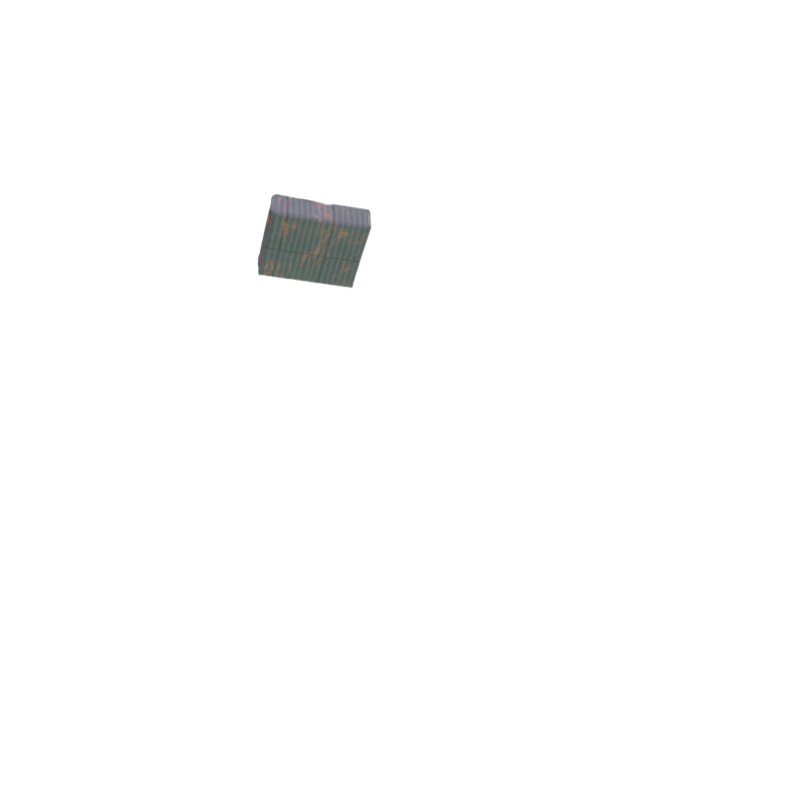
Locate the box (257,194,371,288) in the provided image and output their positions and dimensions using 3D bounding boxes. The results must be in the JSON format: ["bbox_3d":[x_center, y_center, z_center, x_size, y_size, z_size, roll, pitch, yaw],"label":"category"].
[{"bbox_3d":[-0.077,-0.140,0.979,0.088,0.069,0.032,9,43,-9],"label":"box"}]
